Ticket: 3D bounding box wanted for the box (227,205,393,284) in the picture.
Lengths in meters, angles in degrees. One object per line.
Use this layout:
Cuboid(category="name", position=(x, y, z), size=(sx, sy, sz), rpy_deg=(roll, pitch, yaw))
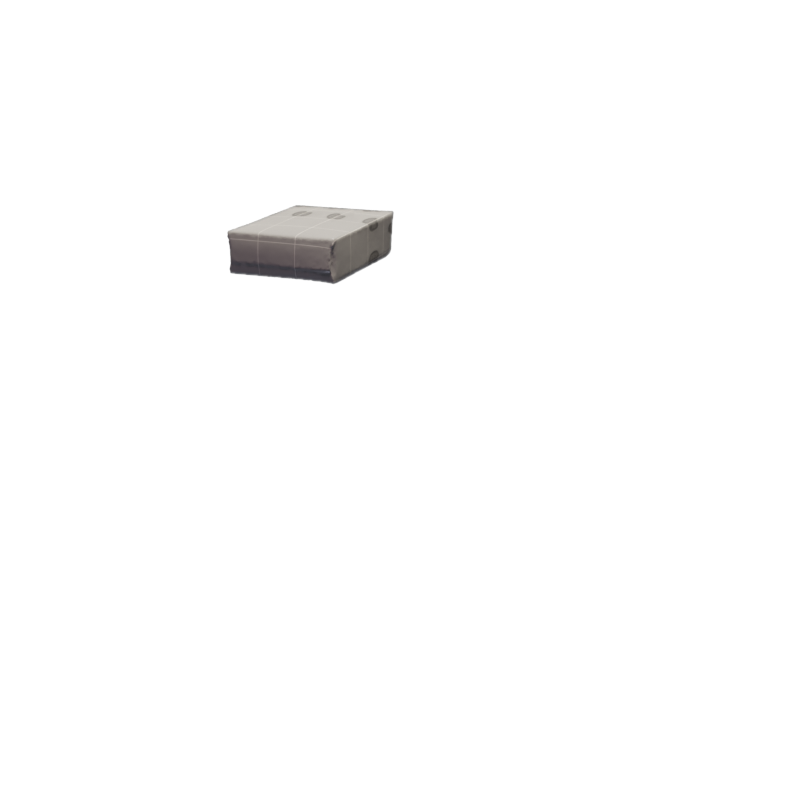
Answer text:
Cuboid(category="box", position=(-0.067, -0.122, 0.856), size=(0.093, 0.038, 0.113), rpy_deg=(8, 20, 23))
